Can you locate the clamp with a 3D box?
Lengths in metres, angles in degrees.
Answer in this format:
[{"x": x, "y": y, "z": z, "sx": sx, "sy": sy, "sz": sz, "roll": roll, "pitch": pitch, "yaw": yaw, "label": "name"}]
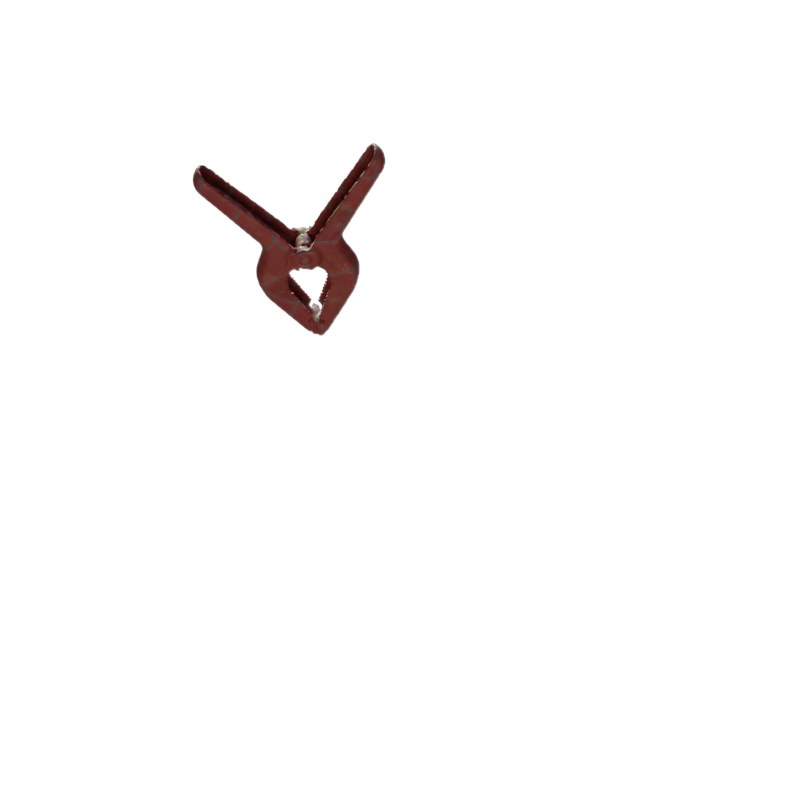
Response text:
[{"x": -0.078, "y": -0.142, "z": 0.998, "sx": 0.166, "sy": 0.039, "sz": 0.194, "roll": -10, "pitch": -46, "yaw": 9, "label": "clamp"}]
